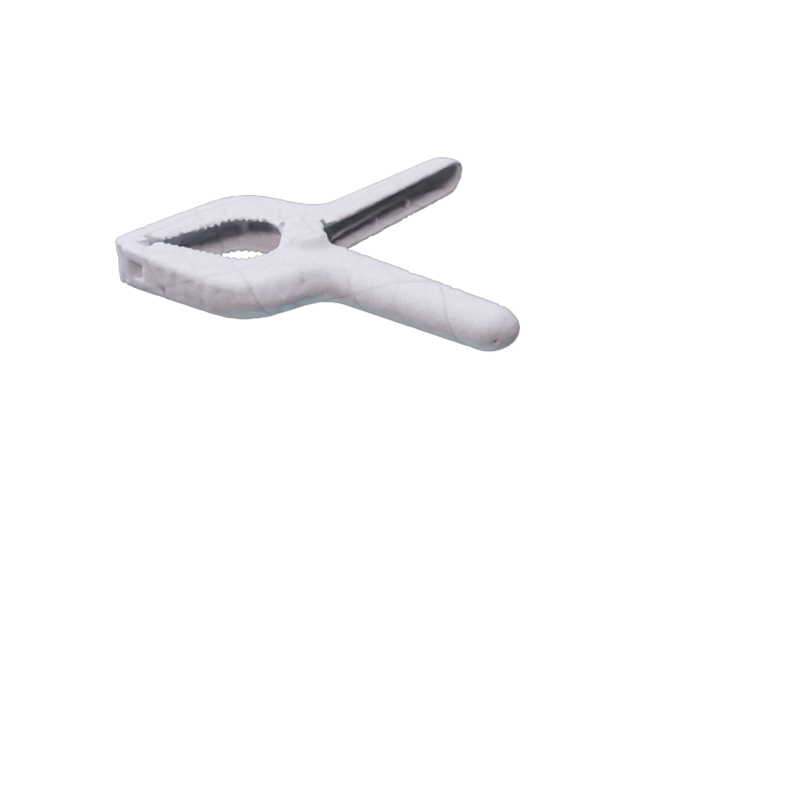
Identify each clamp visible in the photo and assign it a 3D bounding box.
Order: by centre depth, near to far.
[{"bbox_3d":[-0.048,-0.087,0.612,0.210,0.034,0.176,1,39,1],"label":"clamp"}]
